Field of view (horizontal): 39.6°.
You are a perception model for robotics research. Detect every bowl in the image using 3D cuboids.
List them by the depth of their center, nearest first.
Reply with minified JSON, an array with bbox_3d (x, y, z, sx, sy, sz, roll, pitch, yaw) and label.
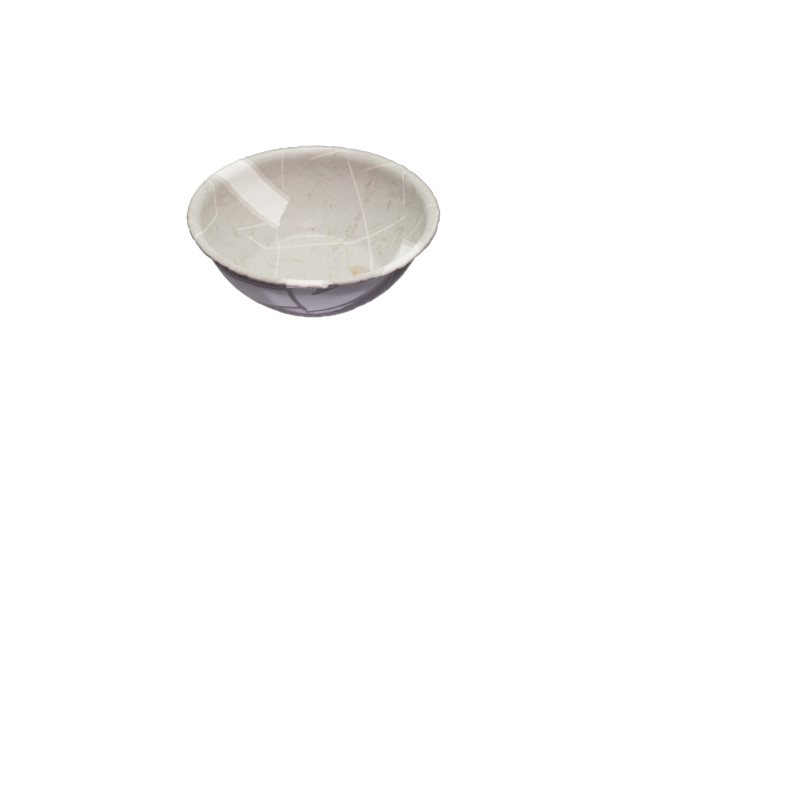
[{"bbox_3d":[-0.057,-0.103,0.723,0.162,0.051,0.174,-1,40,-2],"label":"bowl"}]
